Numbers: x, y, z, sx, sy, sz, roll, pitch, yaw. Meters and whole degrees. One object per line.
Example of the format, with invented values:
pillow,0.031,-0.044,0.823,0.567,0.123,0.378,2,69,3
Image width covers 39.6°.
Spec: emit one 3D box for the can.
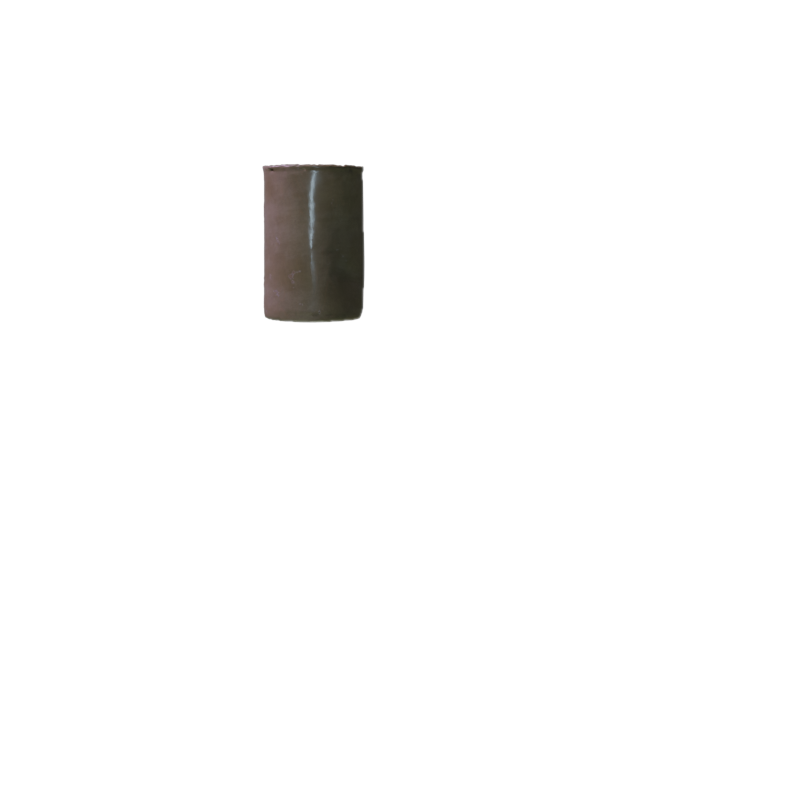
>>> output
can,-0.058,-0.106,0.744,0.068,0.101,0.069,0,5,-2
